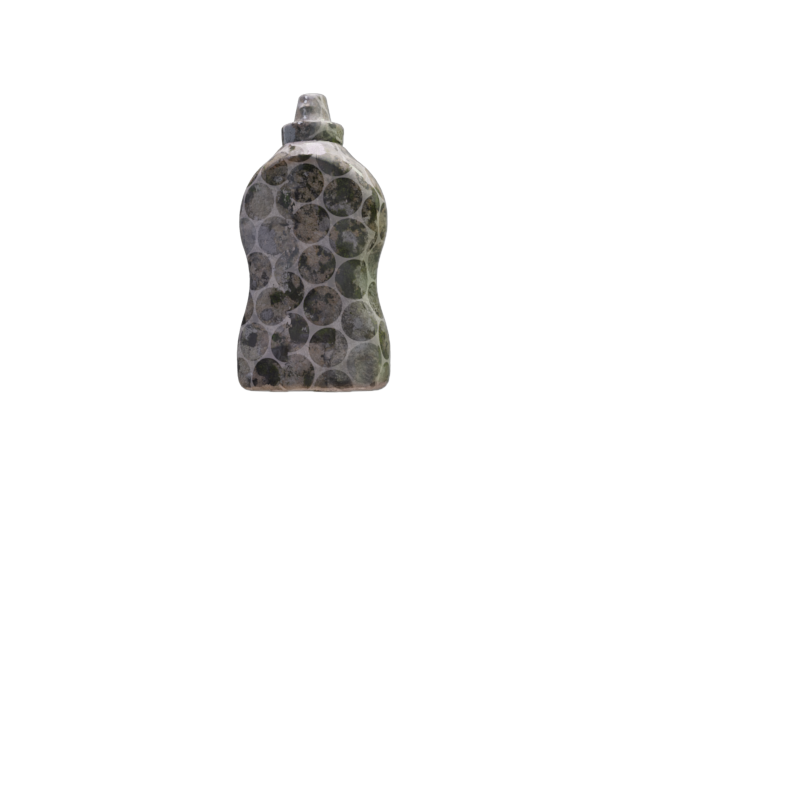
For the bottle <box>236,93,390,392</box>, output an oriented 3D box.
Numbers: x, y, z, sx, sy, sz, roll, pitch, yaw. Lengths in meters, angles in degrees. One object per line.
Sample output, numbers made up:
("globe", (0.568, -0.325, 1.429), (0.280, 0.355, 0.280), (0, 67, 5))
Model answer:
("bottle", (-0.056, -0.102, 0.714), (0.098, 0.195, 0.056), (-2, -6, 20))
